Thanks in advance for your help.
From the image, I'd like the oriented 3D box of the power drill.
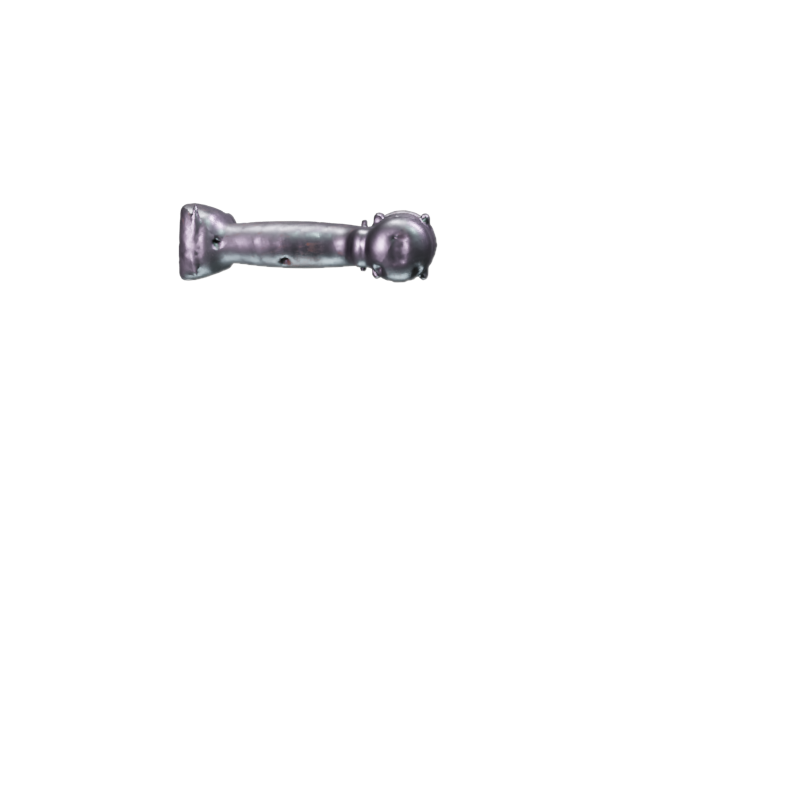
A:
[{"bbox_3d":[-0.066,-0.121,0.844,0.189,0.057,0.185,0,7,3],"label":"power drill"}]
